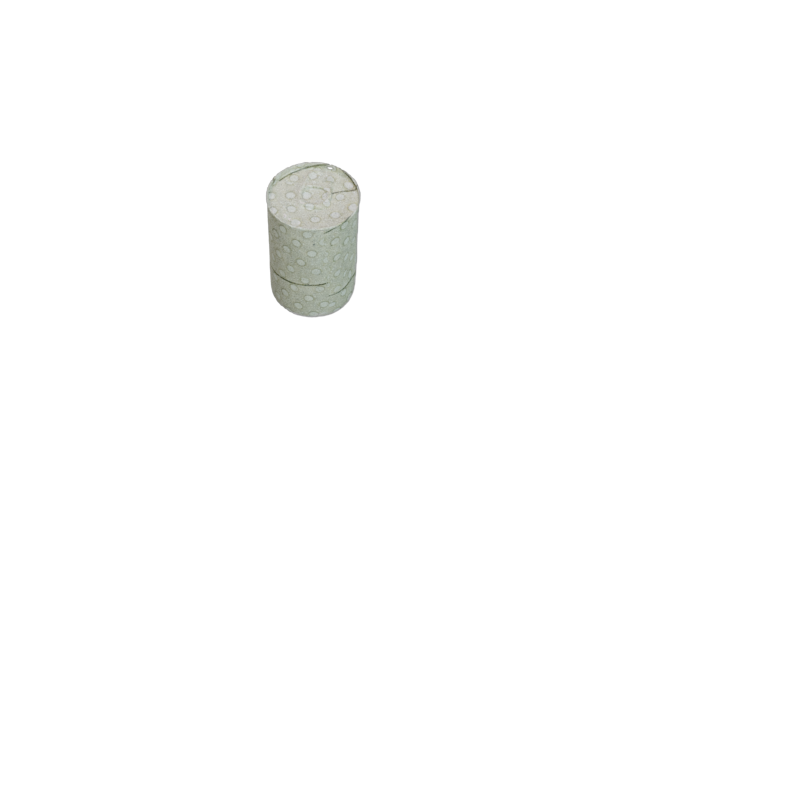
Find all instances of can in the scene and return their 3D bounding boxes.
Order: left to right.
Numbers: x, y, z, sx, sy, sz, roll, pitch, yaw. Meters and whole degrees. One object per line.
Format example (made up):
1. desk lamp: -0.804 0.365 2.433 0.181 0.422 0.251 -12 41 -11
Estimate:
1. can: -0.065 -0.118 0.828 0.068 0.073 0.095 0 -37 -3
